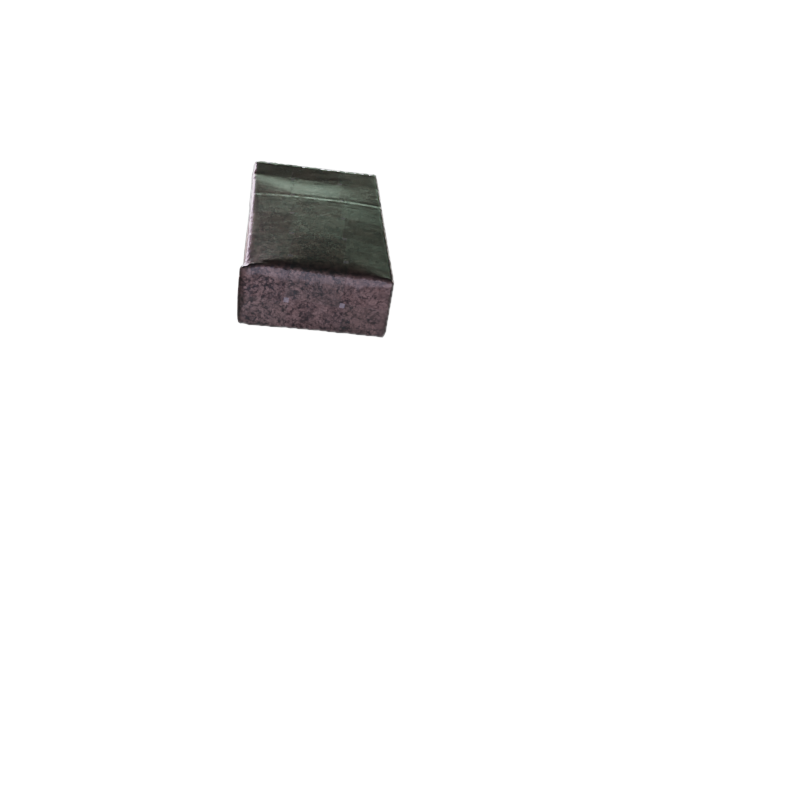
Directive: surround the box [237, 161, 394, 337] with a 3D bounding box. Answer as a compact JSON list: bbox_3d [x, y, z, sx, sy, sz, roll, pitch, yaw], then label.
[{"bbox_3d":[-0.058,-0.105,0.739,0.093,0.046,0.187,5,28,-6],"label":"box"}]
